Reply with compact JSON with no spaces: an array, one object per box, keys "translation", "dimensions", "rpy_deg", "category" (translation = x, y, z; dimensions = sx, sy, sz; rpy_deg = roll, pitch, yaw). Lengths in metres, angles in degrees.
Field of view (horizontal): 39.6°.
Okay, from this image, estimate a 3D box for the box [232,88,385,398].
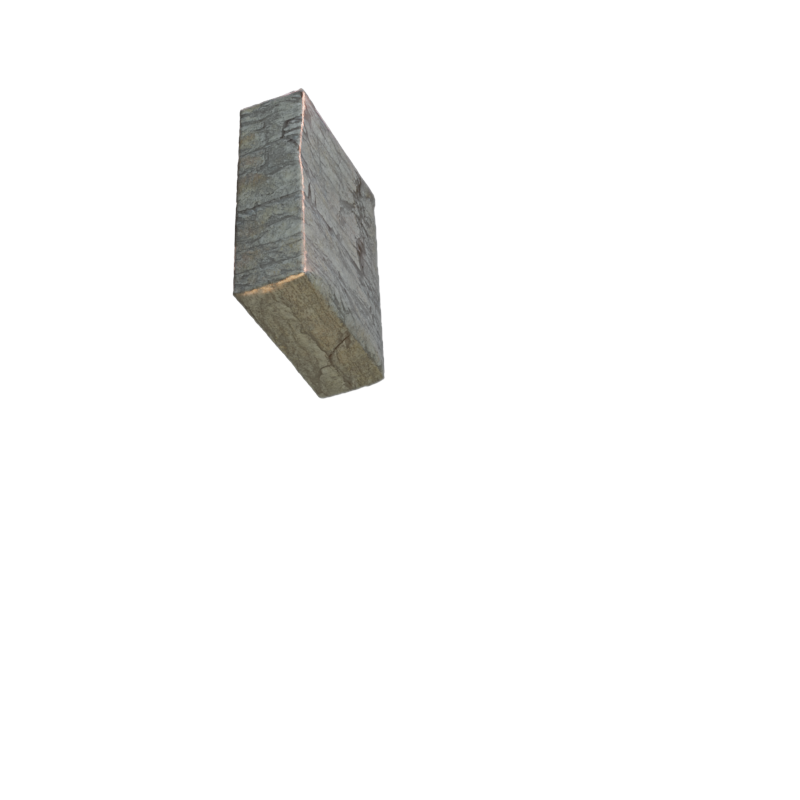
[{"translation":[-0.075,-0.136,0.954],"dimensions":[0.072,0.229,0.151],"rpy_deg":[-17,-40,17],"category":"box"}]
